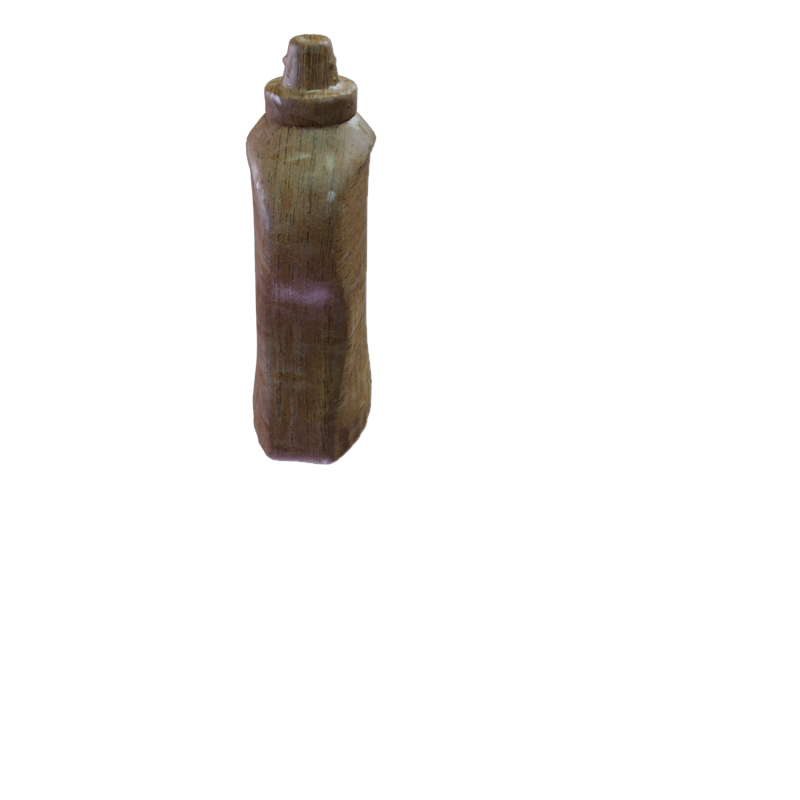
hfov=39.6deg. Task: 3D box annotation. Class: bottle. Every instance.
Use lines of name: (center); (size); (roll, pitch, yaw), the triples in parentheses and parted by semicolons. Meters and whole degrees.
bottle: (-0.041, -0.073, 0.514); (0.059, 0.181, 0.100); (5, 28, 5)
